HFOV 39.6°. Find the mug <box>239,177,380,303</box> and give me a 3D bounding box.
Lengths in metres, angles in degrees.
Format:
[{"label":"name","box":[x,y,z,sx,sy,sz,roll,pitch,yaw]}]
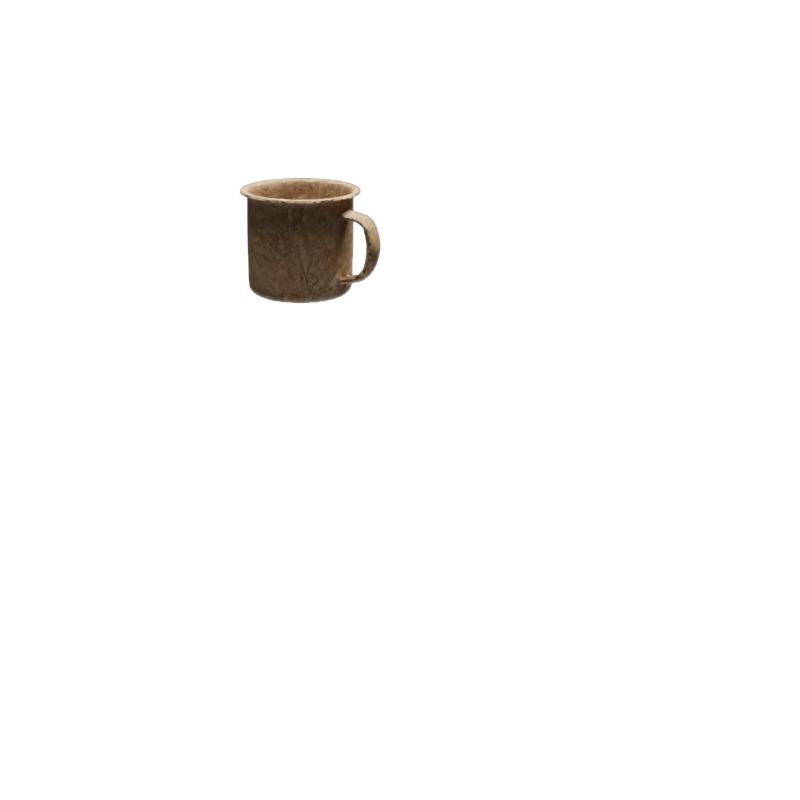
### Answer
[{"label":"mug","box":[-0.067,-0.122,0.854,0.122,0.079,0.093,11,21,29]}]
